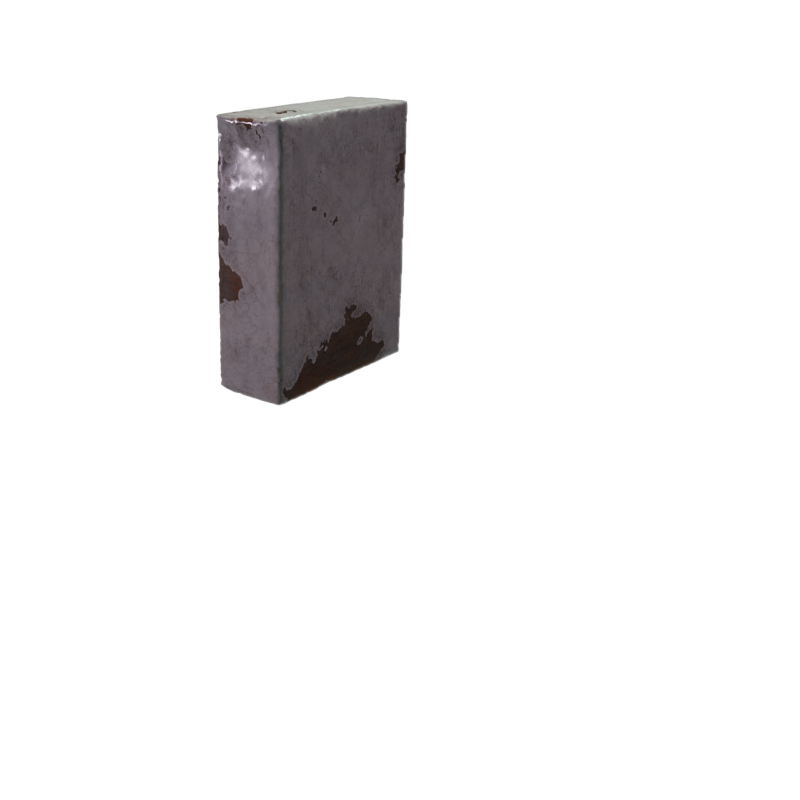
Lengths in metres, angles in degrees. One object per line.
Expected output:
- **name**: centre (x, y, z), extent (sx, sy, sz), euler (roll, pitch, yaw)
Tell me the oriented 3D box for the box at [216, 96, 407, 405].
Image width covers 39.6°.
- **box**: centre (-0.068, -0.124, 0.869), extent (0.075, 0.207, 0.162), euler (10, 19, 33)
